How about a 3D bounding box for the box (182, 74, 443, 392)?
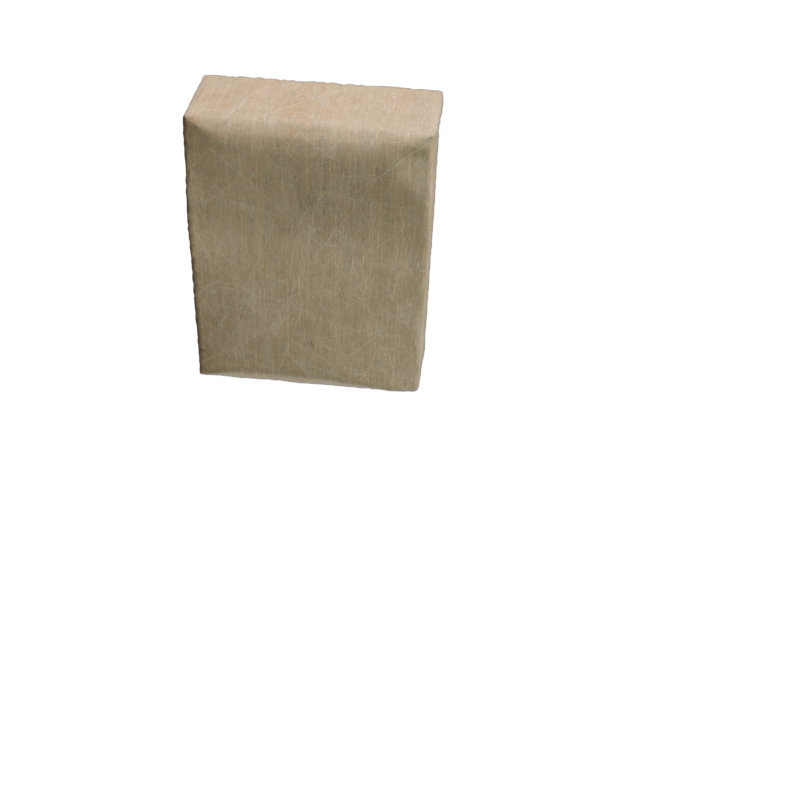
[{"bbox_3d":[-0.060,-0.110,0.768,0.166,0.200,0.076,6,37,6],"label":"box"}]
